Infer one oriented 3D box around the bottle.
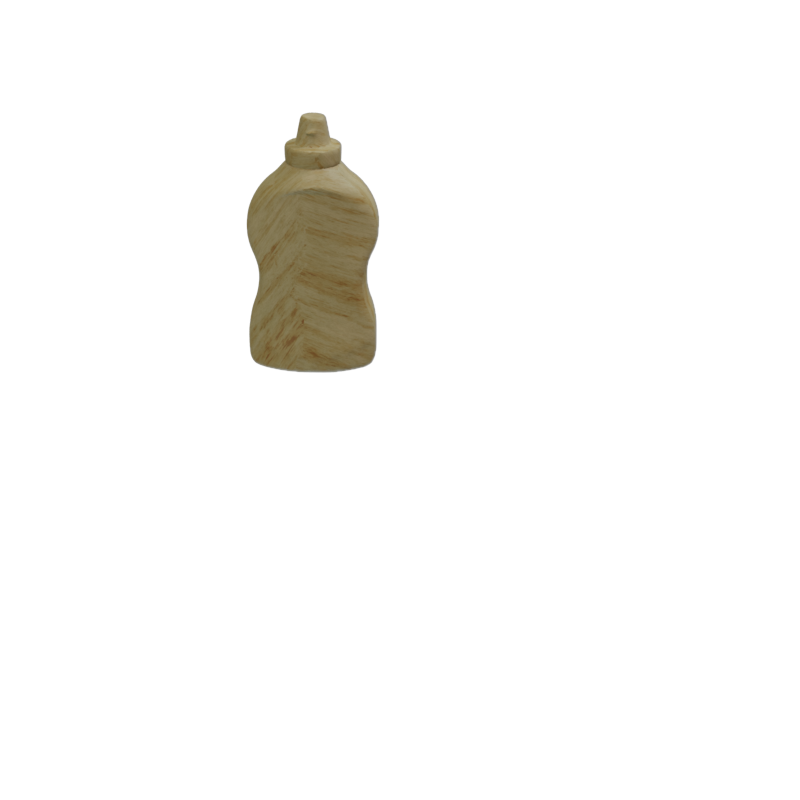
[{"bbox_3d":[-0.064,-0.116,0.814,0.096,0.182,0.061,3,23,3],"label":"bottle"}]
